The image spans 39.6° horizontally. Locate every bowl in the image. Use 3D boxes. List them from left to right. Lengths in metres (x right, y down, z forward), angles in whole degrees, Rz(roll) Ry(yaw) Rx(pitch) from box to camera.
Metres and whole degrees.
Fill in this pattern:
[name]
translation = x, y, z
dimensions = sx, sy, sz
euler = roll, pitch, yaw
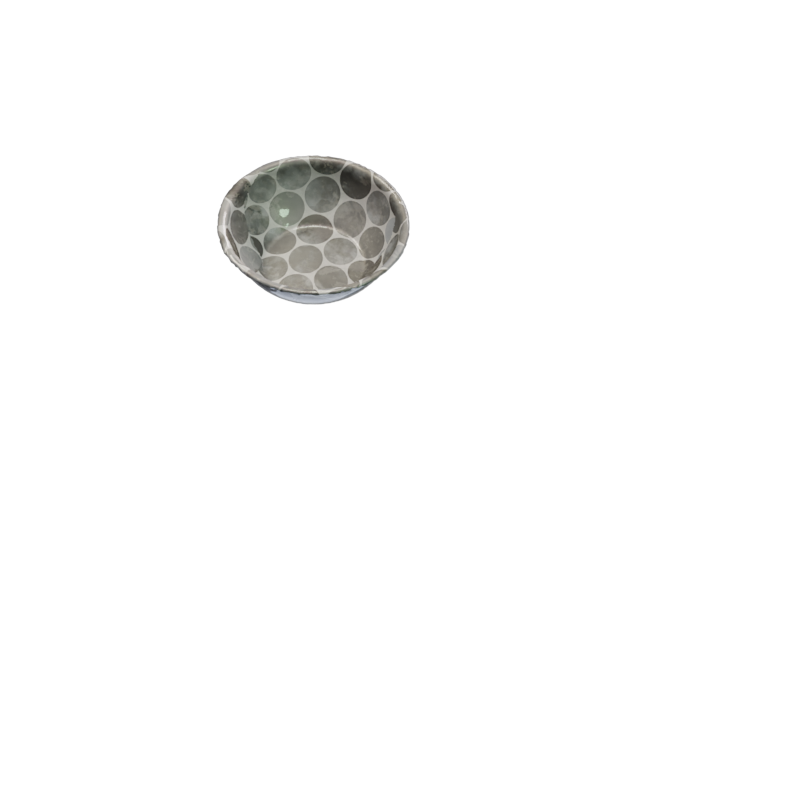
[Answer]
[bowl]
translation = -0.074, -0.135, 0.945
dimensions = 0.162, 0.174, 0.051
euler = -1, -39, -1
